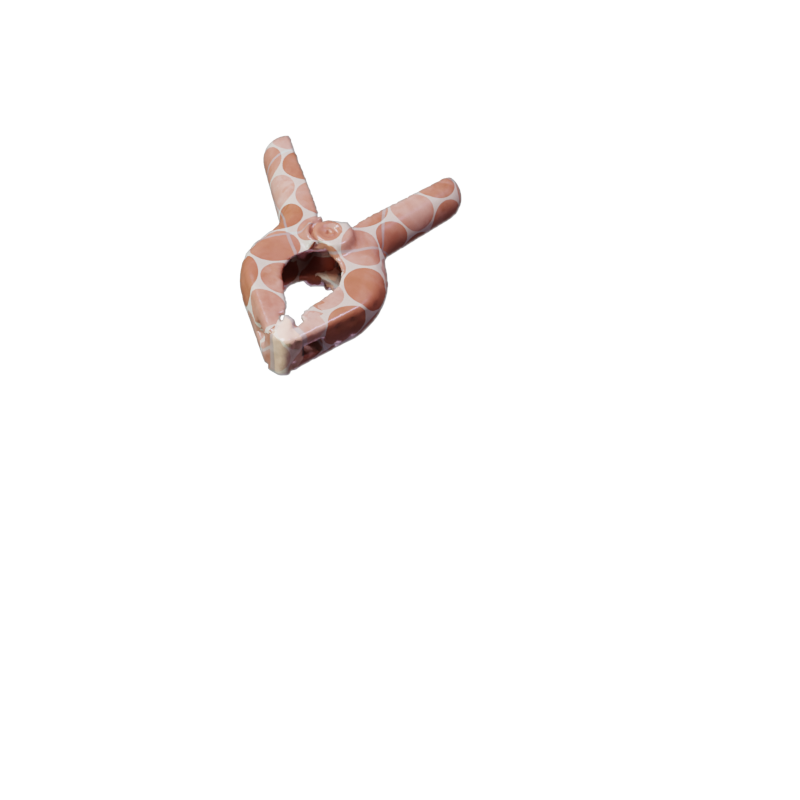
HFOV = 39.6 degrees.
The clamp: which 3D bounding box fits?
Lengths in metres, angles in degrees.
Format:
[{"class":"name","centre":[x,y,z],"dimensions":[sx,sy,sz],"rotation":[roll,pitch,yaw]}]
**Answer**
[{"class":"clamp","centre":[-0.048,-0.088,0.618],"dimensions":[0.124,0.037,0.178],"rotation":[17,45,17]}]
